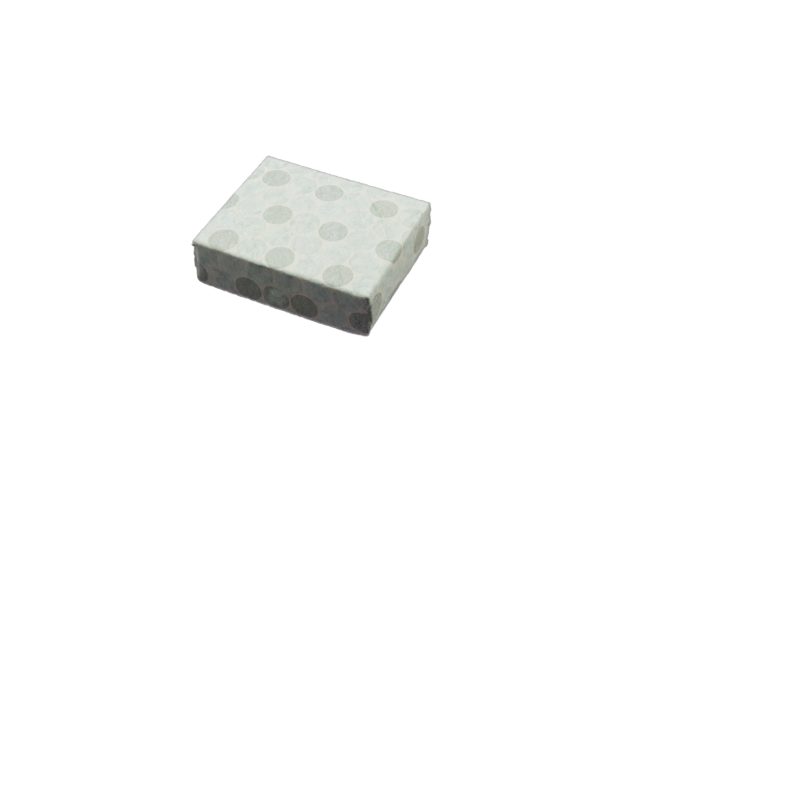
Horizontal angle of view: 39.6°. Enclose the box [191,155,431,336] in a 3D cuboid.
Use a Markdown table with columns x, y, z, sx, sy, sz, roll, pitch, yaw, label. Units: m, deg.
| x | y | z | sx | sy | sz | roll | pitch | yaw | label |
| --- | --- | --- | --- | --- | --- | --- | --- | --- | --- |
| -0.051 | -0.092 | 0.646 | 0.118 | 0.036 | 0.093 | 20 | 50 | 17 | box |
